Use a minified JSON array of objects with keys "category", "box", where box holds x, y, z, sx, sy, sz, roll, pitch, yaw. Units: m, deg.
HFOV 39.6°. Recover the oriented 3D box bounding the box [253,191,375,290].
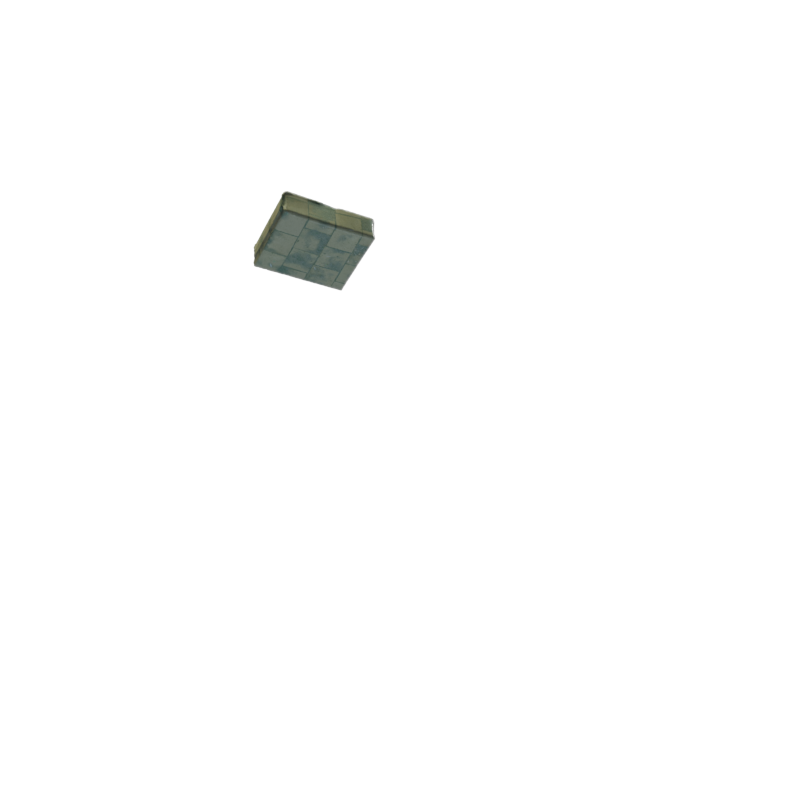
[{"category":"box","box":[-0.077,-0.141,0.988,0.086,0.032,0.070,16,-45,-18]}]
